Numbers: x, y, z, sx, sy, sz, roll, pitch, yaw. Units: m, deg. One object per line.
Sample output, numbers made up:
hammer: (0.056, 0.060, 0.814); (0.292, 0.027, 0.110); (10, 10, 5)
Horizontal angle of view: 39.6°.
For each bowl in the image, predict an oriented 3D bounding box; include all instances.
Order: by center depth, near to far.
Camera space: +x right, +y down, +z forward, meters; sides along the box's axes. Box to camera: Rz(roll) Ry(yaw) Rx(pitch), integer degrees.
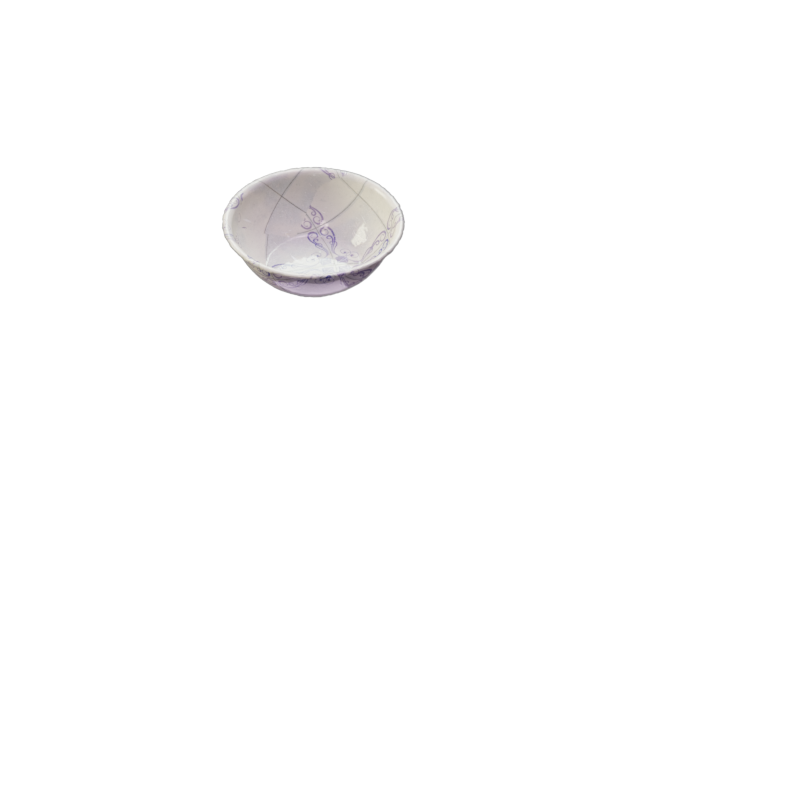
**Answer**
bowl: (-0.078, -0.142, 0.996); (0.162, 0.051, 0.174); (-1, 43, -1)
